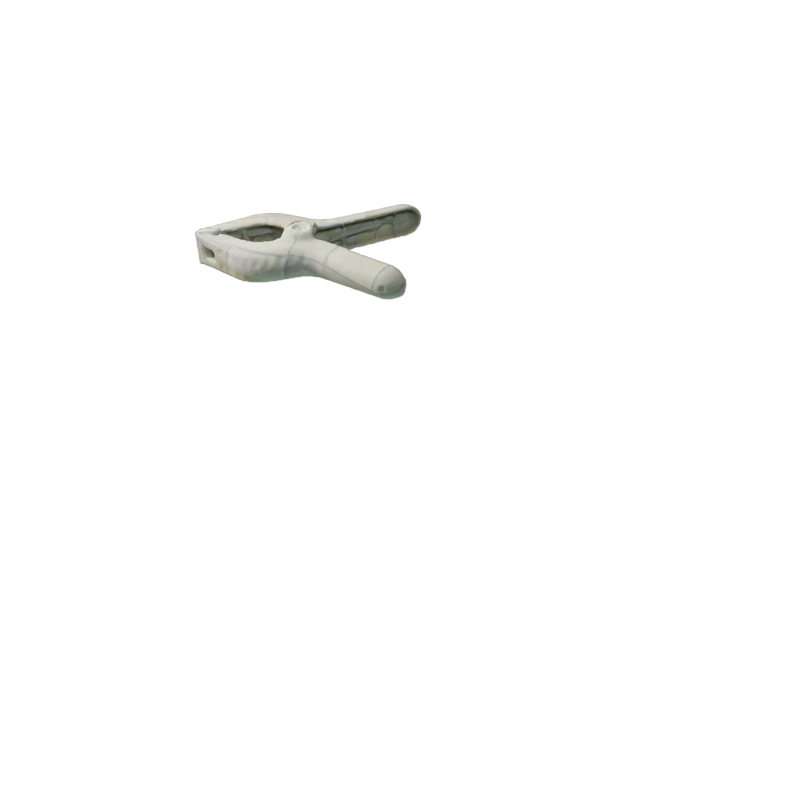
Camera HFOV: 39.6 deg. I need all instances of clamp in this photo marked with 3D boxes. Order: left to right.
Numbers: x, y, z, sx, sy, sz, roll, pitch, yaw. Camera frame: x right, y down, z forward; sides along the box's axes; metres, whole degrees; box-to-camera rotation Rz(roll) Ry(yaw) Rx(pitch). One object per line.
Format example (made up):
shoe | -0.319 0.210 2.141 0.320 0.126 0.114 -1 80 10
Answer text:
clamp | -0.065 -0.119 0.836 0.176 0.037 0.124 9 30 16
